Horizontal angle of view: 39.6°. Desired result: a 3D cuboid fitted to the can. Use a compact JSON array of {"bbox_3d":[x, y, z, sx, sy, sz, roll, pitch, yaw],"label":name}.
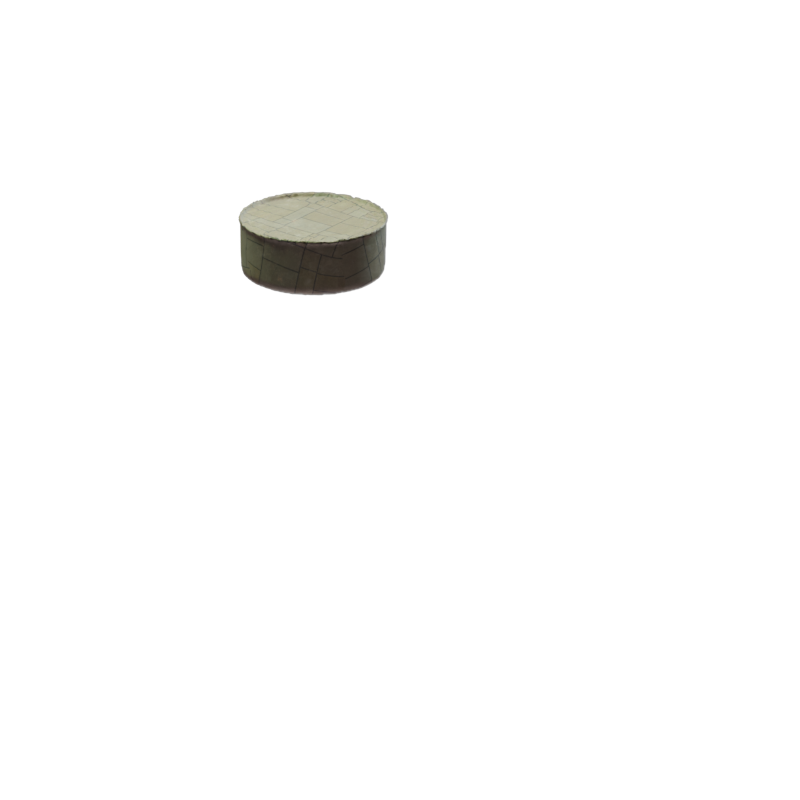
[{"bbox_3d":[-0.050,-0.092,0.642,0.086,0.032,0.091,-1,27,-2],"label":"can"}]
